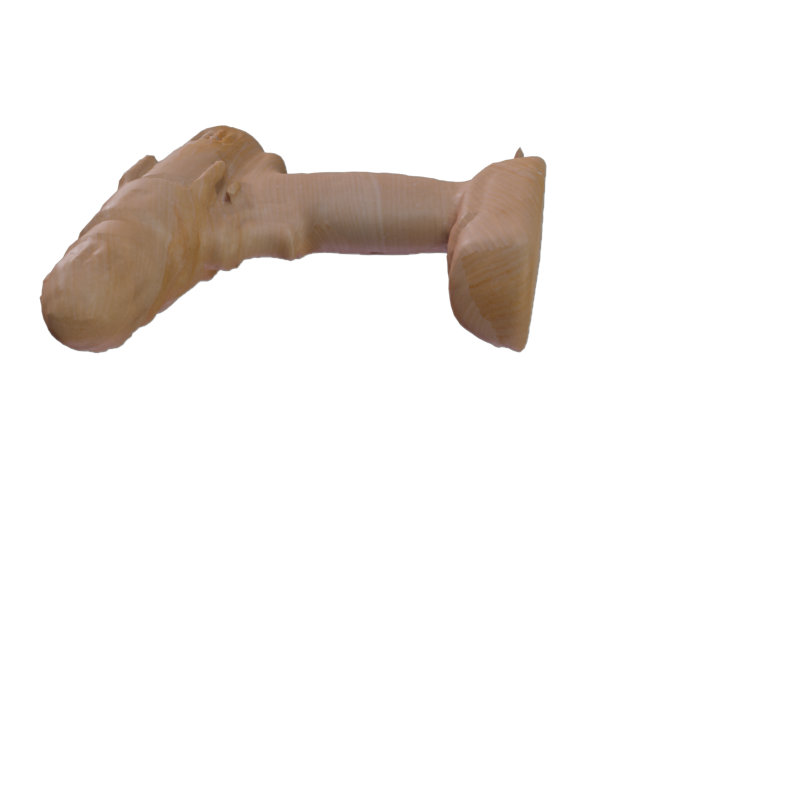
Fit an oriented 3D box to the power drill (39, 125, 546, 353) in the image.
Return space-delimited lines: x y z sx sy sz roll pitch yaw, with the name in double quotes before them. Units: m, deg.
"power drill" -0.037 -0.067 0.468 0.191 0.054 0.192 7 32 11
